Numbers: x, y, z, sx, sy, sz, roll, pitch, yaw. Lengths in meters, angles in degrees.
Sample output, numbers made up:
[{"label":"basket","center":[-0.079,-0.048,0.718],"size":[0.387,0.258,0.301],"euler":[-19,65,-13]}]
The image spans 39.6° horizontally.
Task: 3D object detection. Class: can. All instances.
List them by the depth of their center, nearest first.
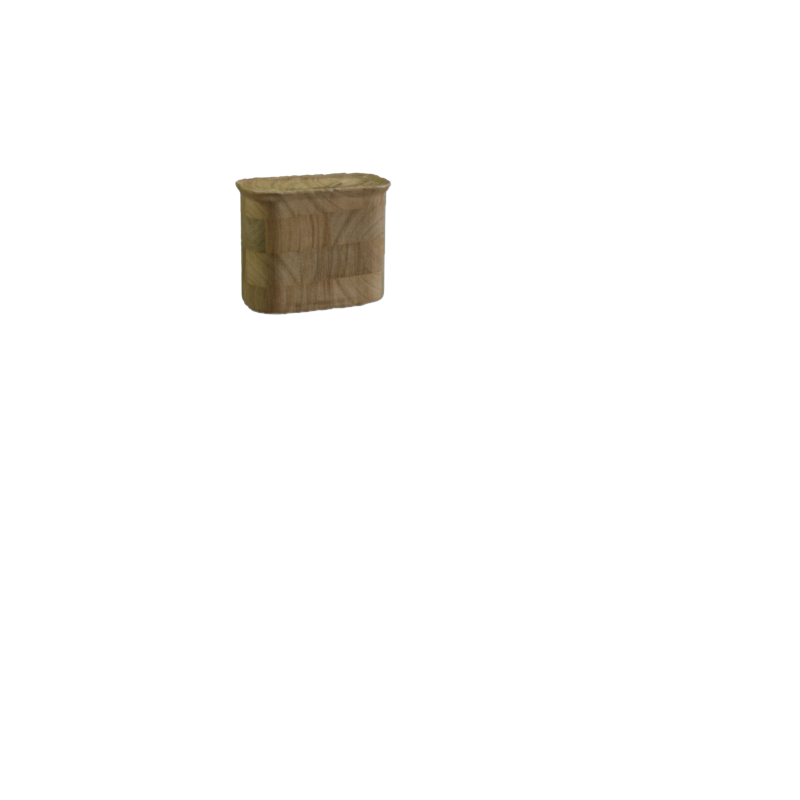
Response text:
[{"label":"can","center":[-0.059,-0.107,0.752],"size":[0.100,0.081,0.061],"euler":[-6,17,-21]}]
